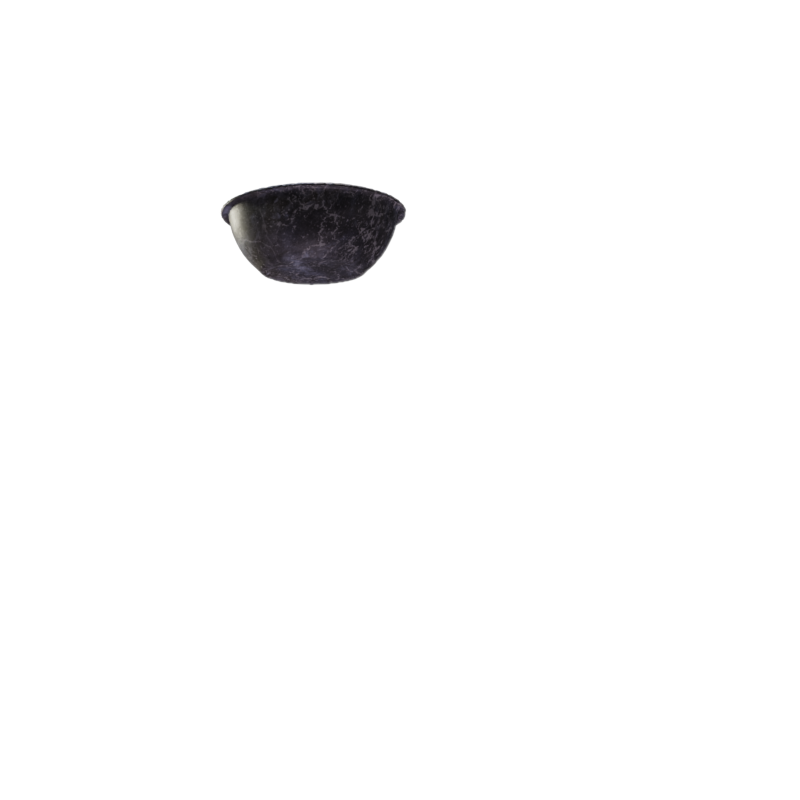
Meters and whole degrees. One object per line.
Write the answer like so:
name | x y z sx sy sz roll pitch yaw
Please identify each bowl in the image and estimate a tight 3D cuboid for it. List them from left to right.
bowl | -0.075 -0.137 0.961 0.162 0.057 0.157 0 -10 -2
